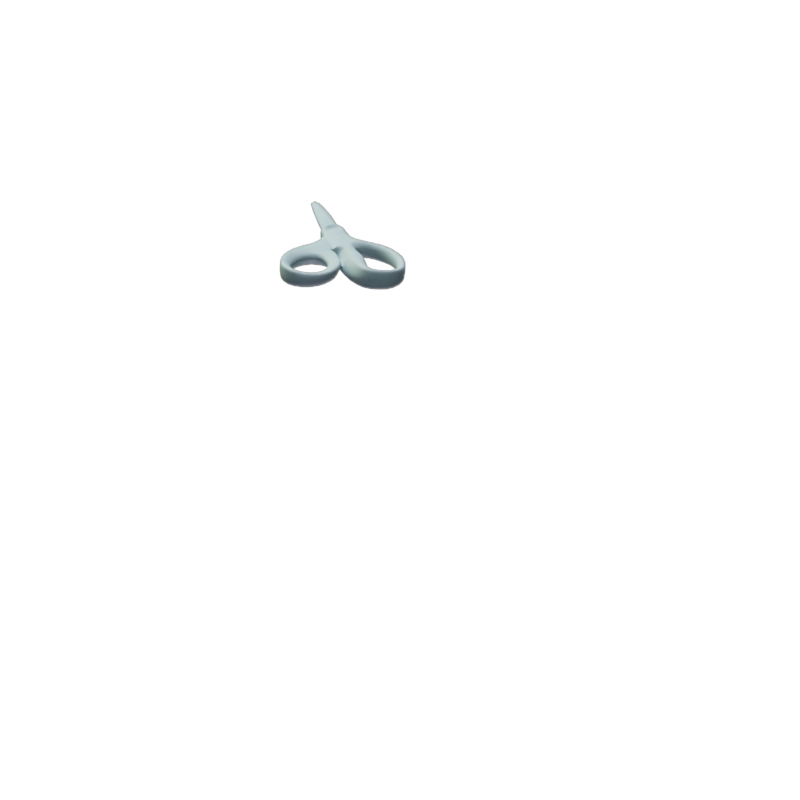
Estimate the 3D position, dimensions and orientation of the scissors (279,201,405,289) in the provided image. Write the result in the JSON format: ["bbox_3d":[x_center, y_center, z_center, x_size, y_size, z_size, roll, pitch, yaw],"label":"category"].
[{"bbox_3d":[-0.065,-0.119,0.834,0.094,0.015,0.215,-11,26,-23],"label":"scissors"}]
